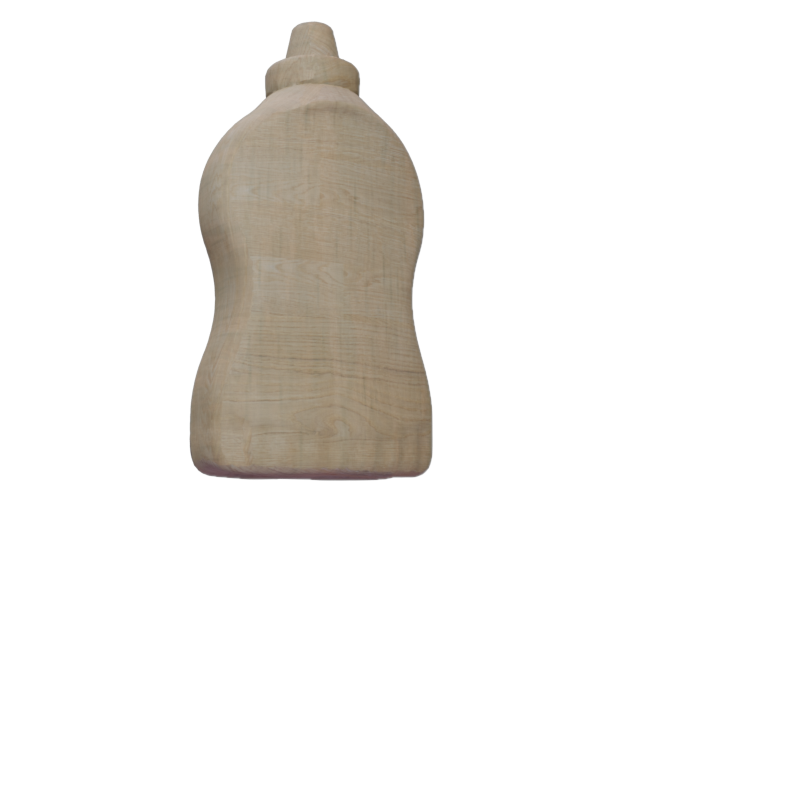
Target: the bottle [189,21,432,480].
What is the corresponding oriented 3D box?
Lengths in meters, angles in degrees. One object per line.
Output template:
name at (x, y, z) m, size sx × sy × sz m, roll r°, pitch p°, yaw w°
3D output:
bottle at (-0.036, -0.065, 0.459) m, size 0.093 × 0.198 × 0.058 m, roll 5°, pitch -14°, yaw -24°
